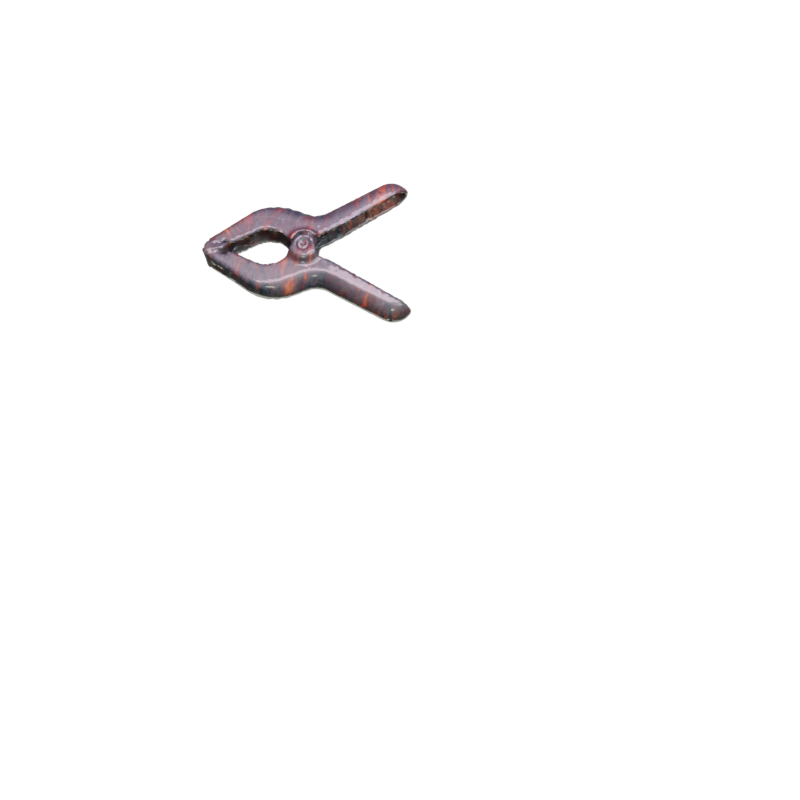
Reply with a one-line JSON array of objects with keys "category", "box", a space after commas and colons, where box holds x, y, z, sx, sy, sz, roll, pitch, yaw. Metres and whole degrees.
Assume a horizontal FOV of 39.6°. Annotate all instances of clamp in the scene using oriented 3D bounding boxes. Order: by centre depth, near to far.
[{"category": "clamp", "box": [-0.070, -0.128, 0.898, 0.173, 0.127, 0.037, 8, -30, 4]}]
